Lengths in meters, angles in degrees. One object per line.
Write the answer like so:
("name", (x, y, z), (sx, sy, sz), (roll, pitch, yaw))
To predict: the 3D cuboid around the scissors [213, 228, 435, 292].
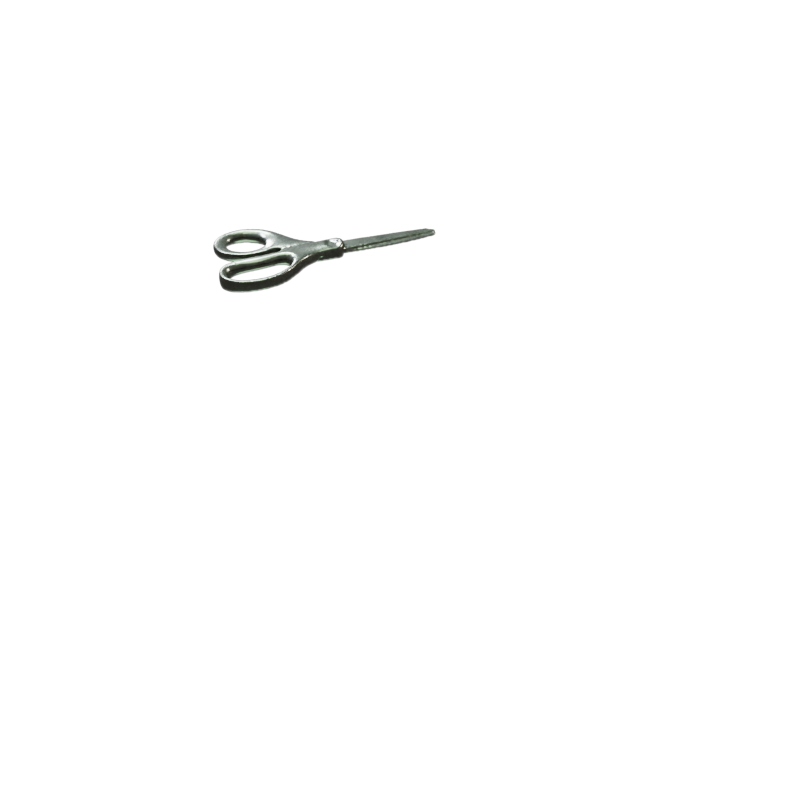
("scissors", (-0.077, -0.140, 0.981), (0.200, 0.015, 0.104), (-23, 42, -28))
